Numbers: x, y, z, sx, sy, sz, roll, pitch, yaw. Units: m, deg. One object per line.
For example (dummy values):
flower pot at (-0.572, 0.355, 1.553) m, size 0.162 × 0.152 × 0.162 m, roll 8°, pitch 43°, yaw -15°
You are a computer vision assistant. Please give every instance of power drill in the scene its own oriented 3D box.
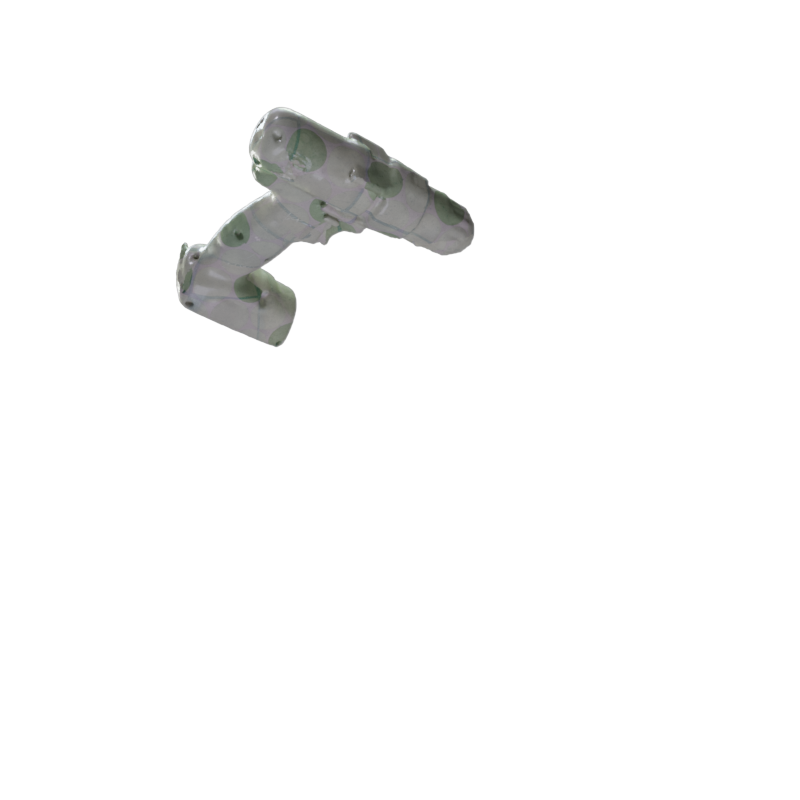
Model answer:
power drill at (-0.064, -0.117, 0.820) m, size 0.175 × 0.062 × 0.184 m, roll 27°, pitch -49°, yaw -26°
